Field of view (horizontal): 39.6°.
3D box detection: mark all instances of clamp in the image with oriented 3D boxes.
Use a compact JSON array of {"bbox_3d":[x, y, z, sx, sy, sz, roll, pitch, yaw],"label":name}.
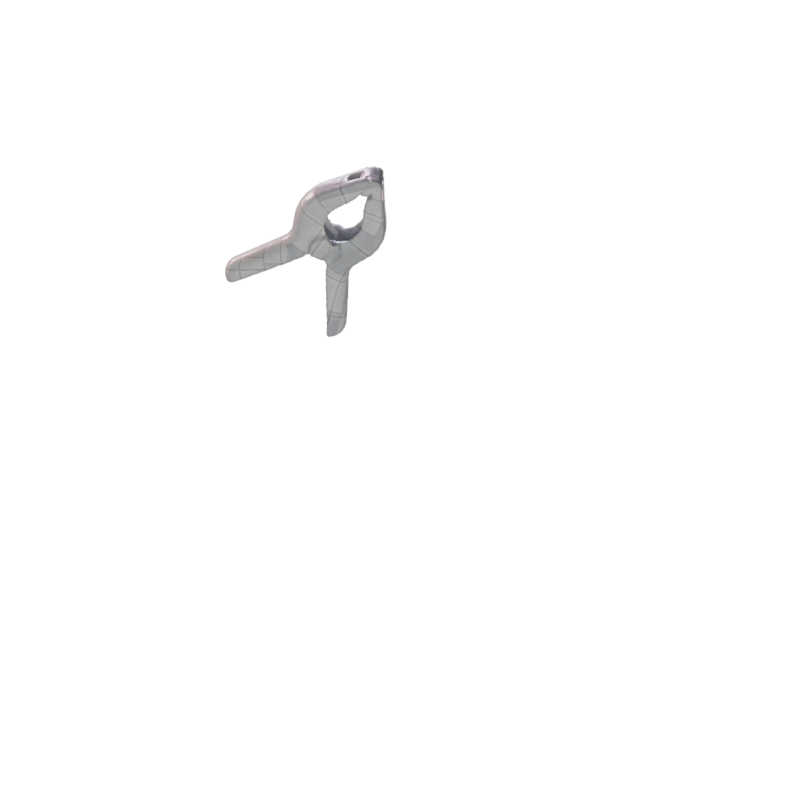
[{"bbox_3d":[-0.075,-0.137,0.962,0.117,0.165,0.042,20,33,-14],"label":"clamp"}]
